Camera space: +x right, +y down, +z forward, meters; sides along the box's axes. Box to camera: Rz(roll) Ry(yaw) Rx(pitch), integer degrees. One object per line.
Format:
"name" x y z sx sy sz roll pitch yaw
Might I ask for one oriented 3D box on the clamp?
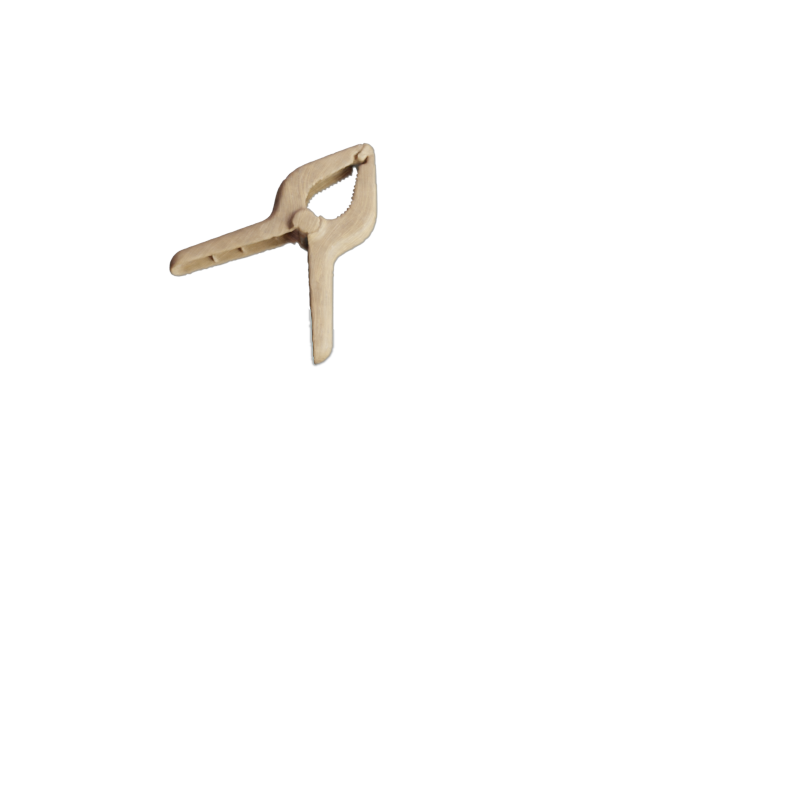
"clamp" -0.077 -0.140 0.982 0.172 0.213 0.034 37 -21 16
